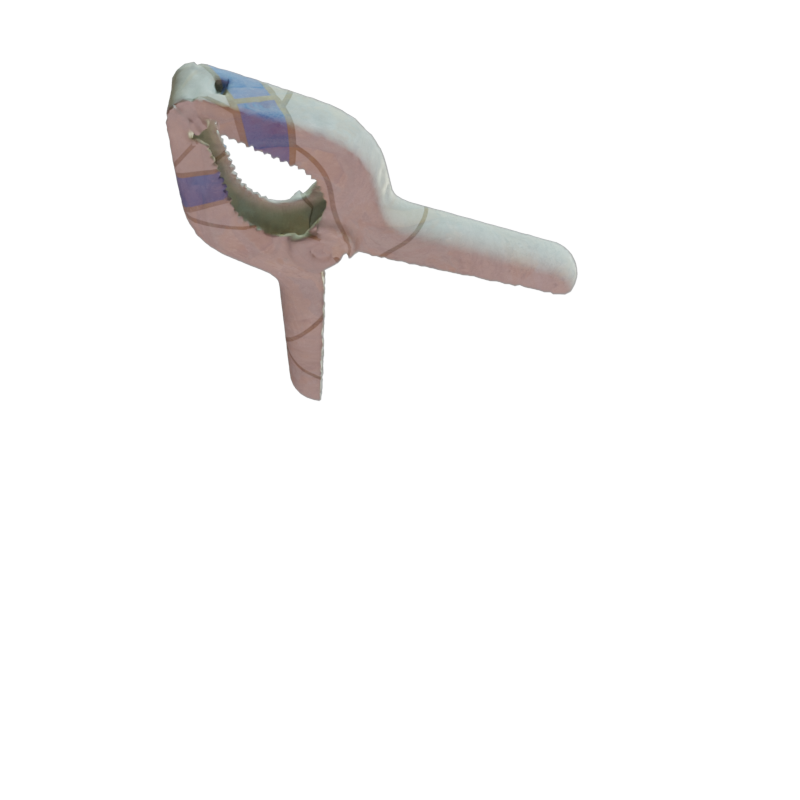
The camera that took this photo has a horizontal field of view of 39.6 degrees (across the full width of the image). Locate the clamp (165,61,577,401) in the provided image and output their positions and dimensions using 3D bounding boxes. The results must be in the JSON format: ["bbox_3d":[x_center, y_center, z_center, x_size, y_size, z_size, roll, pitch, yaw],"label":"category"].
[{"bbox_3d":[-0.041,-0.074,0.521,0.164,0.039,0.196,-31,-49,31],"label":"clamp"}]
